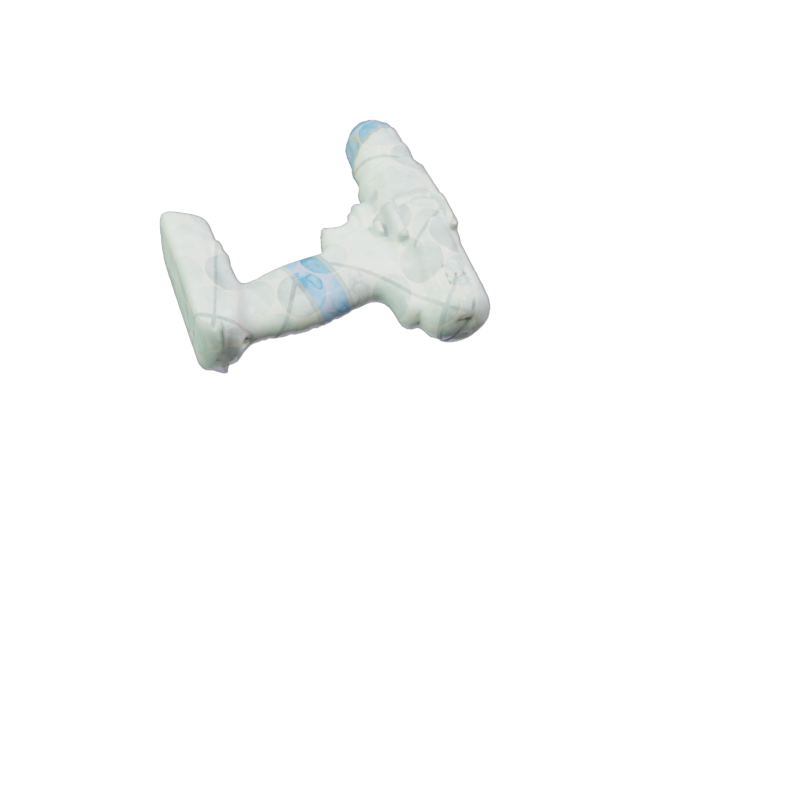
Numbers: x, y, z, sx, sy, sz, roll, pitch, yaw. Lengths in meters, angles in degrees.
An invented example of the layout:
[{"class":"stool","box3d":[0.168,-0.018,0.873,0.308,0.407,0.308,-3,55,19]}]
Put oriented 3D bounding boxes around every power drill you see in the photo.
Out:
[{"class":"power drill","box3d":[-0.056,-0.102,0.717,0.186,0.199,0.053,-15,-37,-12]}]
